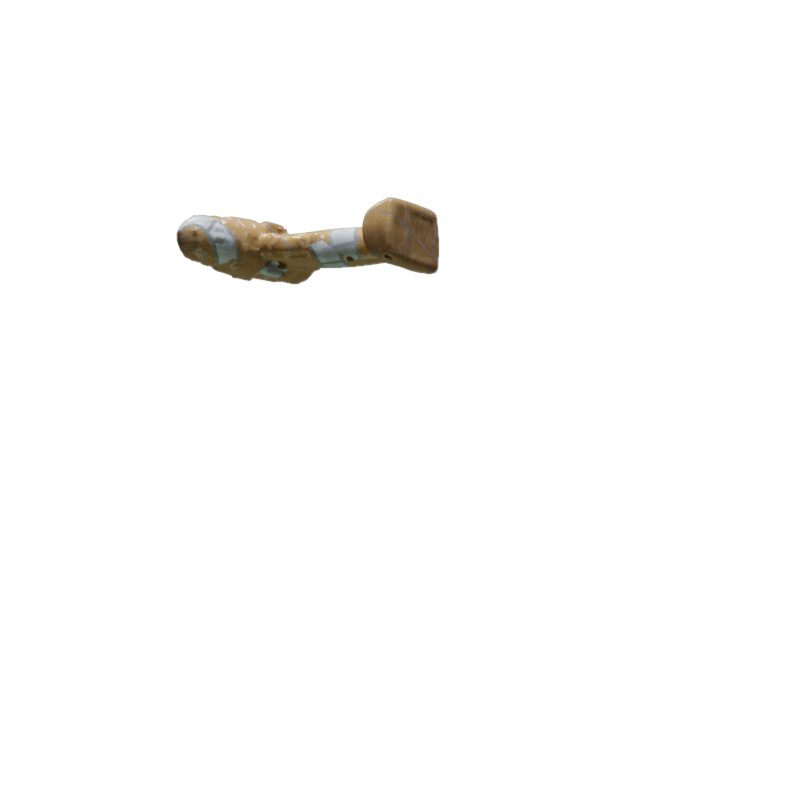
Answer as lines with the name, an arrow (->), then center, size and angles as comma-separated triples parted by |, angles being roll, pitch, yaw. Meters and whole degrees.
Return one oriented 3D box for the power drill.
power drill -> -0.075, -0.136, 0.953 | 0.193, 0.058, 0.177 | 0, 0, 28
